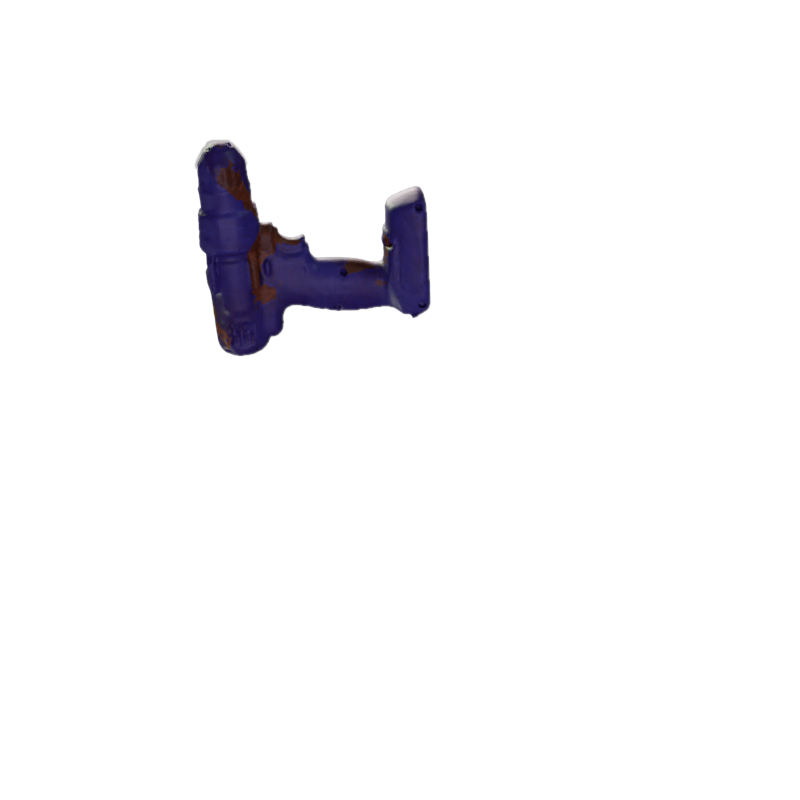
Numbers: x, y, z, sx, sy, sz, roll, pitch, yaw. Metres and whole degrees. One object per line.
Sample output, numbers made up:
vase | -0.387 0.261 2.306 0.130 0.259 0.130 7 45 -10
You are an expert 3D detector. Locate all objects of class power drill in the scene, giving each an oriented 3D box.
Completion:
power drill | -0.072 -0.131 0.917 0.188 0.175 0.060 -4 23 1
